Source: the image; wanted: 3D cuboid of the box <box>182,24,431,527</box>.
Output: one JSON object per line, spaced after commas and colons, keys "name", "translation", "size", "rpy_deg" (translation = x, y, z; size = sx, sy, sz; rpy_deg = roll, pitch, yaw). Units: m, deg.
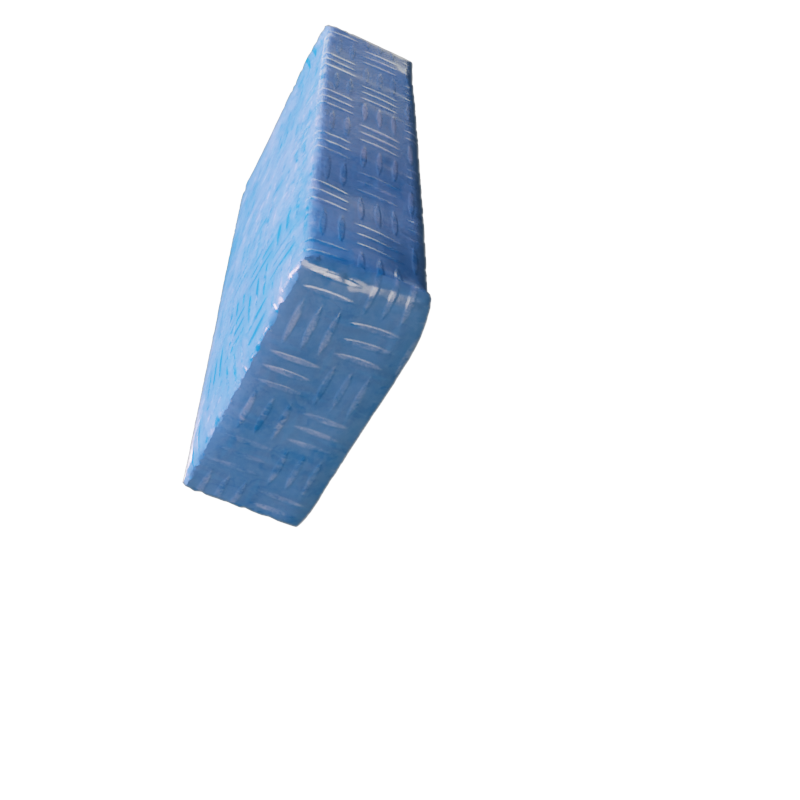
{"name": "box", "translation": [-0.031, -0.055, 0.386], "size": [0.046, 0.090, 0.188], "rpy_deg": [21, 32, -19]}
